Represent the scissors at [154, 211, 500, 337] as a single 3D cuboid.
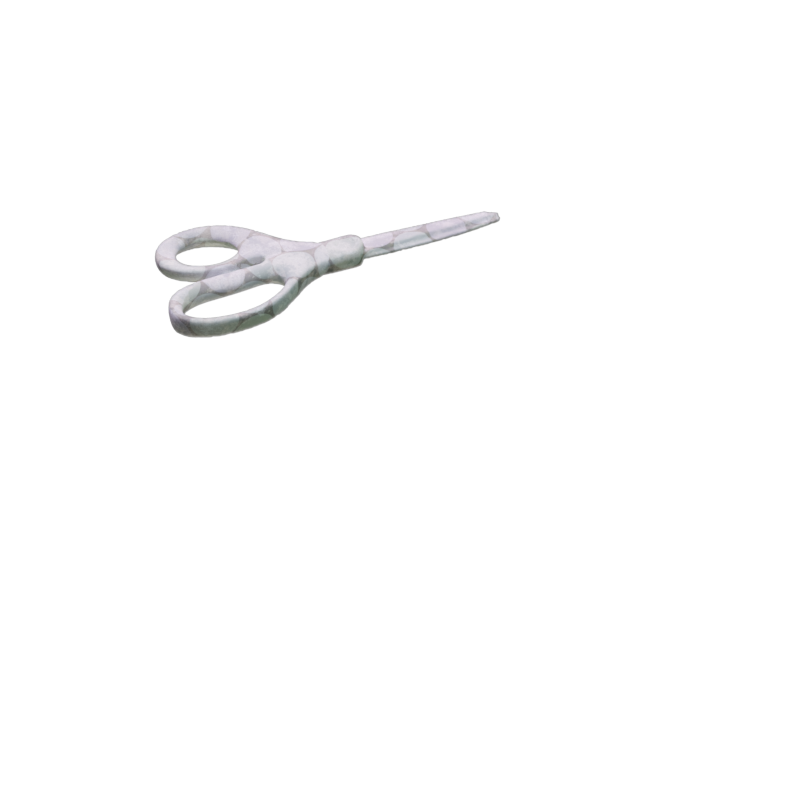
[{"bbox_3d":[-0.049,-0.088,0.620,0.201,0.015,0.103,-28,47,-31],"label":"scissors"}]
